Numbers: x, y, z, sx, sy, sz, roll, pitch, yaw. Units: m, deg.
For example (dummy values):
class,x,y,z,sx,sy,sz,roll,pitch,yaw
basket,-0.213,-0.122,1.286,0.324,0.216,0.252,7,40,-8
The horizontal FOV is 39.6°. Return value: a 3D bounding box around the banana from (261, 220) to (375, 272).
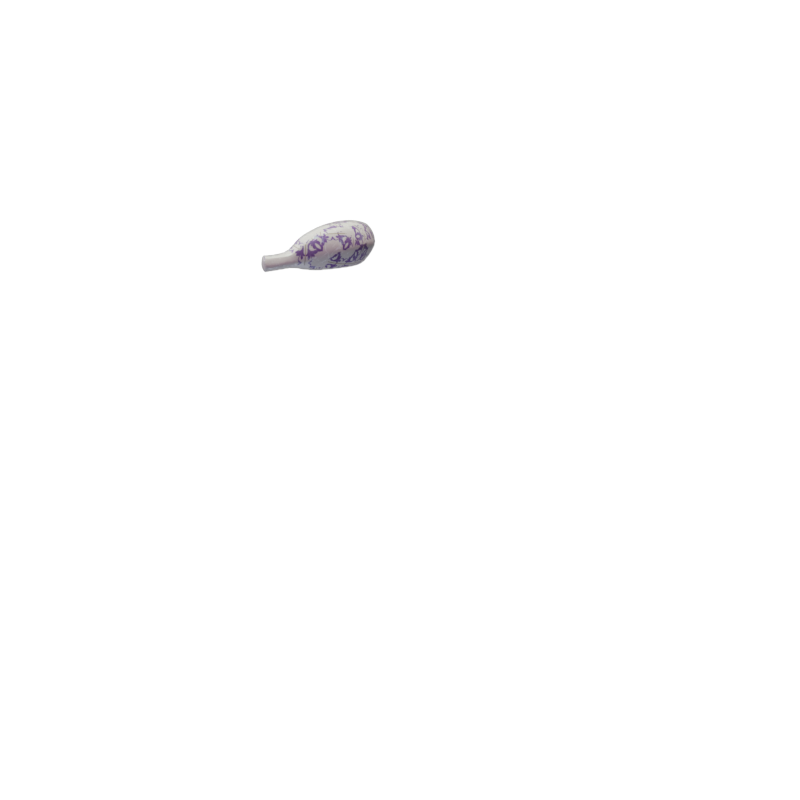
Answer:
class,x,y,z,sx,sy,sz,roll,pitch,yaw
banana,-0.054,-0.130,0.911,0.071,0.036,0.198,2,11,11
